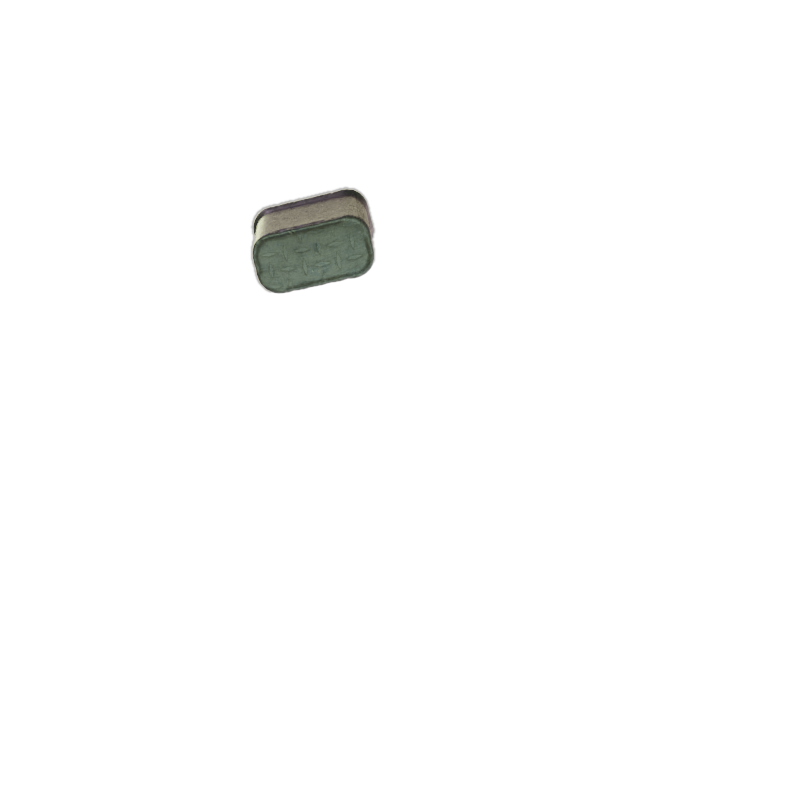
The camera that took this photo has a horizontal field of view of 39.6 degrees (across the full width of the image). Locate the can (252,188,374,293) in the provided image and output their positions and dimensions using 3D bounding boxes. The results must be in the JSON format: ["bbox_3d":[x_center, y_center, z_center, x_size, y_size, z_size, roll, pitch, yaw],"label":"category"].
[{"bbox_3d":[-0.072,-0.131,0.917,0.102,0.055,0.088,-13,21,3],"label":"can"}]
